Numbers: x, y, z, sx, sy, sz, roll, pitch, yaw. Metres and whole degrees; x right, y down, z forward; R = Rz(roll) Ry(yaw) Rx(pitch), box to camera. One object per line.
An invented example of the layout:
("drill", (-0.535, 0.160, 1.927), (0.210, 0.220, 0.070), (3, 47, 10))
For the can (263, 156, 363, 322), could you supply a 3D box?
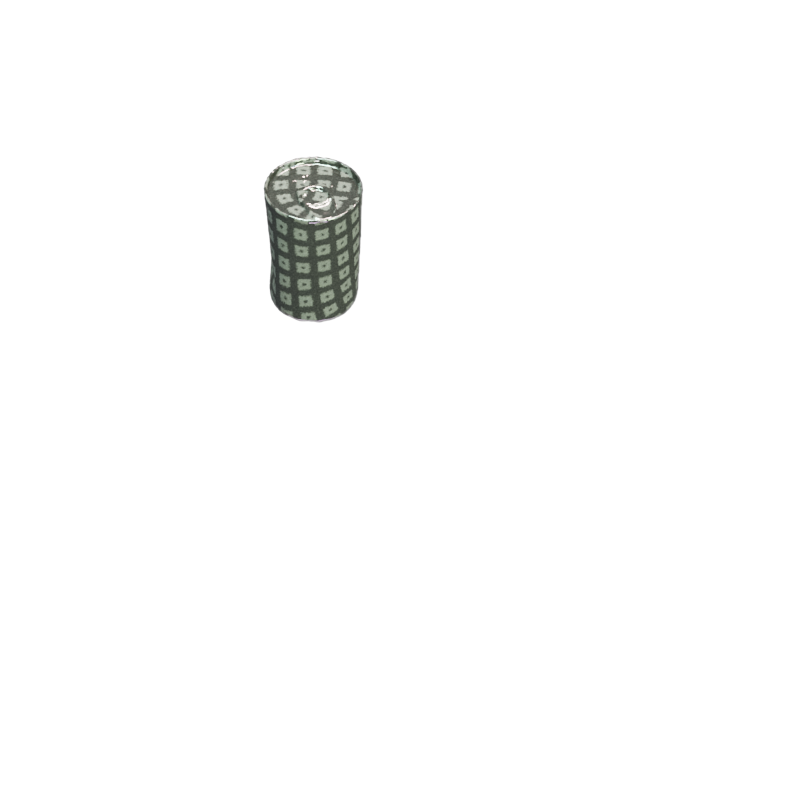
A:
("can", (-0.062, -0.113, 0.792), (0.068, 0.074, 0.095), (0, -43, -3))
